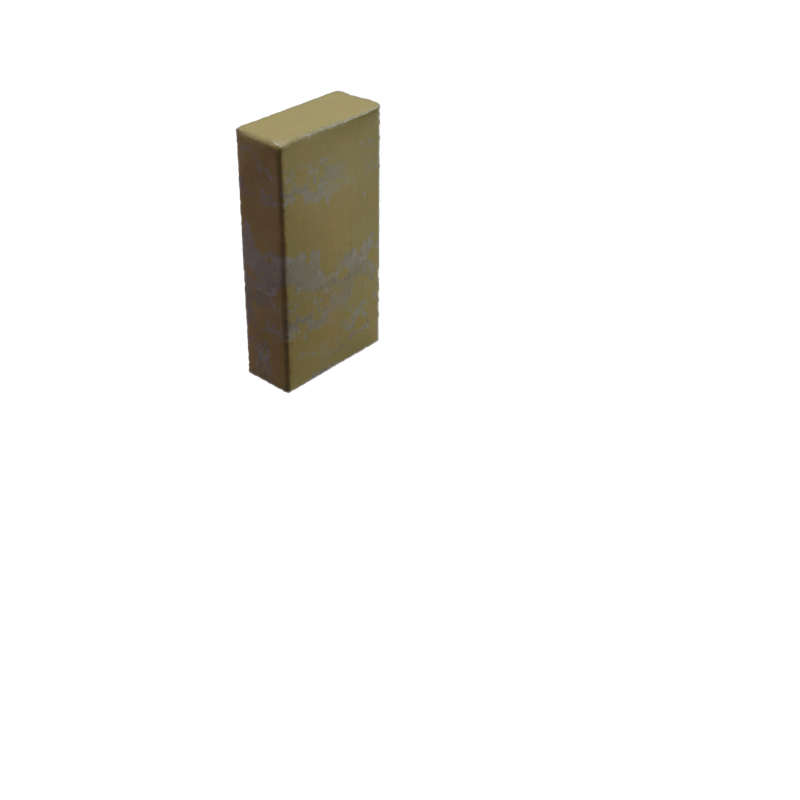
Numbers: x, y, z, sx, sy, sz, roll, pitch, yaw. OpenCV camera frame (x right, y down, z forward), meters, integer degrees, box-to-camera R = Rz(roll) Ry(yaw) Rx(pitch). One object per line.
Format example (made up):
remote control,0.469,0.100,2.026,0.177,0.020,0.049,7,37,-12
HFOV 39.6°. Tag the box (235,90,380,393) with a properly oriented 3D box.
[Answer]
box,-0.056,-0.102,0.719,0.051,0.166,0.093,26,39,33
